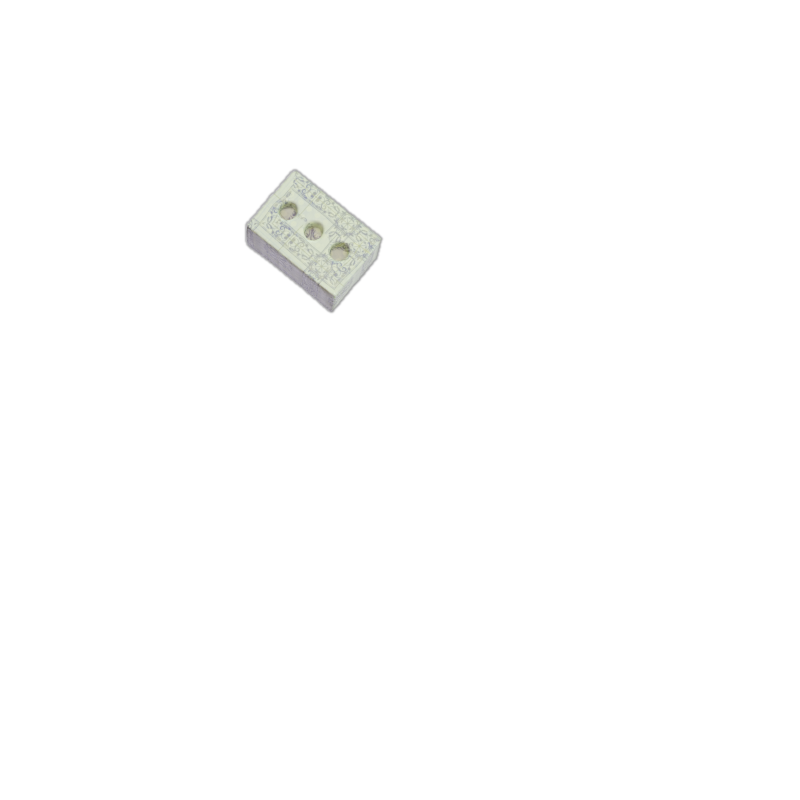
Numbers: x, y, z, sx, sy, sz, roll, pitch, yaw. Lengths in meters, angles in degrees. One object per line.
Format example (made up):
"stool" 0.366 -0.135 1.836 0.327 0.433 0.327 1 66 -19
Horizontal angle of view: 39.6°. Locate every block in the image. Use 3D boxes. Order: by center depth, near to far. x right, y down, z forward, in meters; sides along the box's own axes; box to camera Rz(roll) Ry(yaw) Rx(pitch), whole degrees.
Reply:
"block" -0.058 -0.107 0.746 0.080 0.053 0.049 38 -11 8
